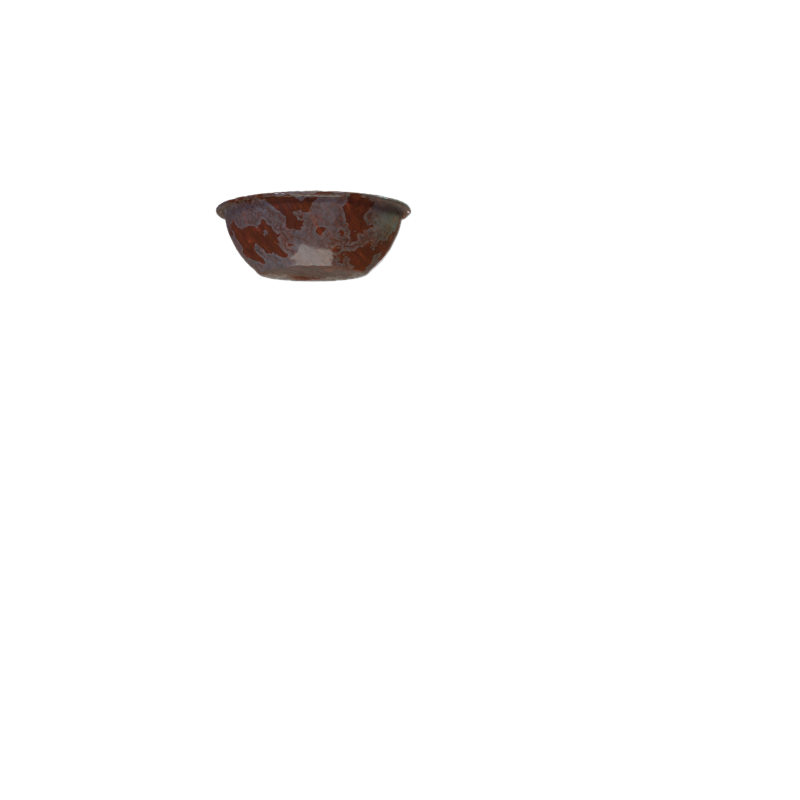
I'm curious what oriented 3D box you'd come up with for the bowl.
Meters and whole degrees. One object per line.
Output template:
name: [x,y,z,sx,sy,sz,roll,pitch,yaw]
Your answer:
bowl: [-0.071,-0.130,0.913,0.162,0.056,0.160,0,-3,-2]
